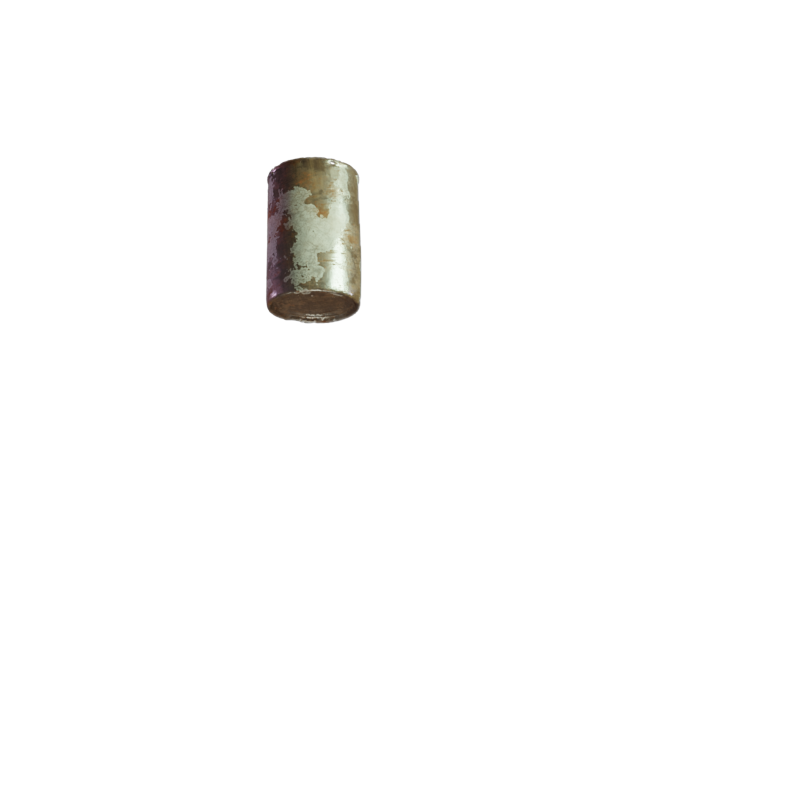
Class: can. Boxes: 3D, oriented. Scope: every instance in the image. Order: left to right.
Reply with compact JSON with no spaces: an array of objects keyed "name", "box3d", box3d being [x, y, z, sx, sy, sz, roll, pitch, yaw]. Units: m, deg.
[{"name":"can","box3d":[-0.062,-0.113,0.794,0.068,0.108,0.065,0,-22,-2]}]
